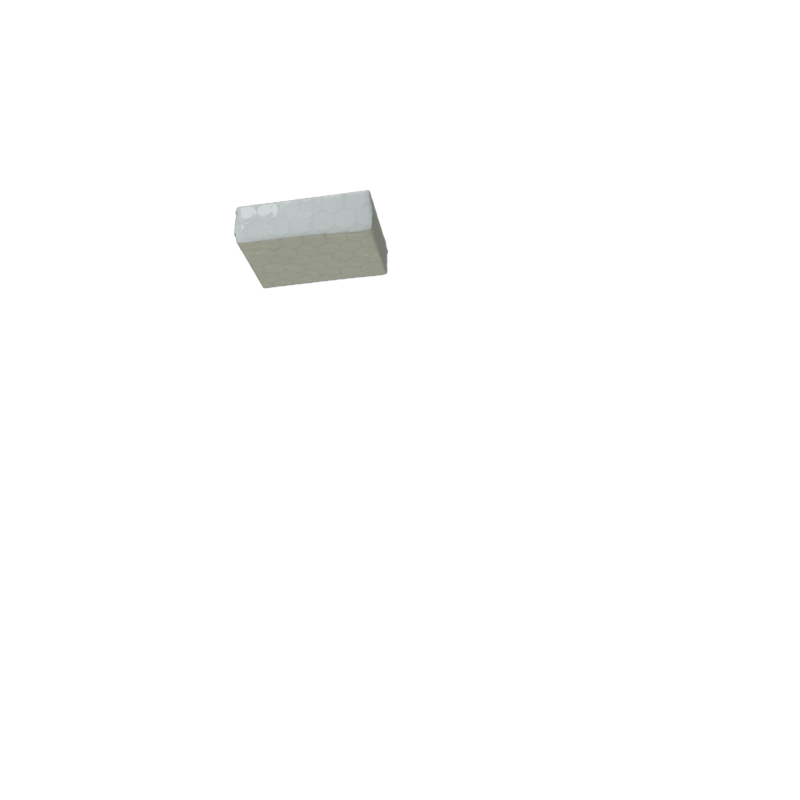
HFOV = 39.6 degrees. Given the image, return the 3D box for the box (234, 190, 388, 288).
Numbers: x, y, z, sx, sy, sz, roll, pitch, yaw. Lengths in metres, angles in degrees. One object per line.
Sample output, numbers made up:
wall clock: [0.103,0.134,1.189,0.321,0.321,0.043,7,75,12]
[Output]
box: [-0.072,-0.131,0.918,0.115,0.041,0.084,-4,-21,9]
